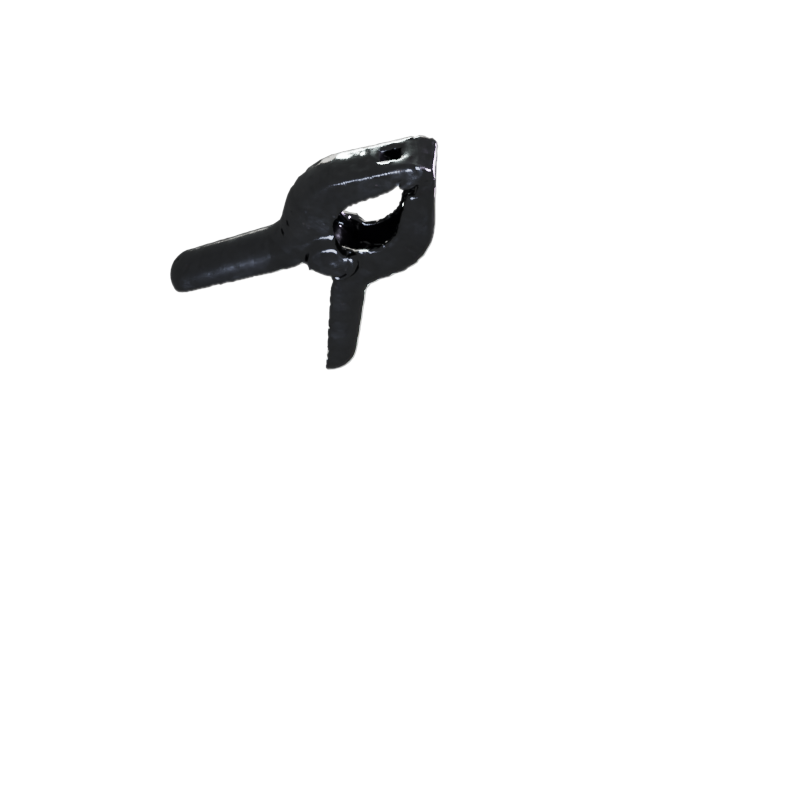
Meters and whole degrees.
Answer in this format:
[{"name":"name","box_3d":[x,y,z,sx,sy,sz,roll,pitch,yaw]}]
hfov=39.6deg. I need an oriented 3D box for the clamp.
[{"name":"clamp","box_3d":[-0.047,-0.085,0.595,0.116,0.042,0.166,19,-44,-21]}]
